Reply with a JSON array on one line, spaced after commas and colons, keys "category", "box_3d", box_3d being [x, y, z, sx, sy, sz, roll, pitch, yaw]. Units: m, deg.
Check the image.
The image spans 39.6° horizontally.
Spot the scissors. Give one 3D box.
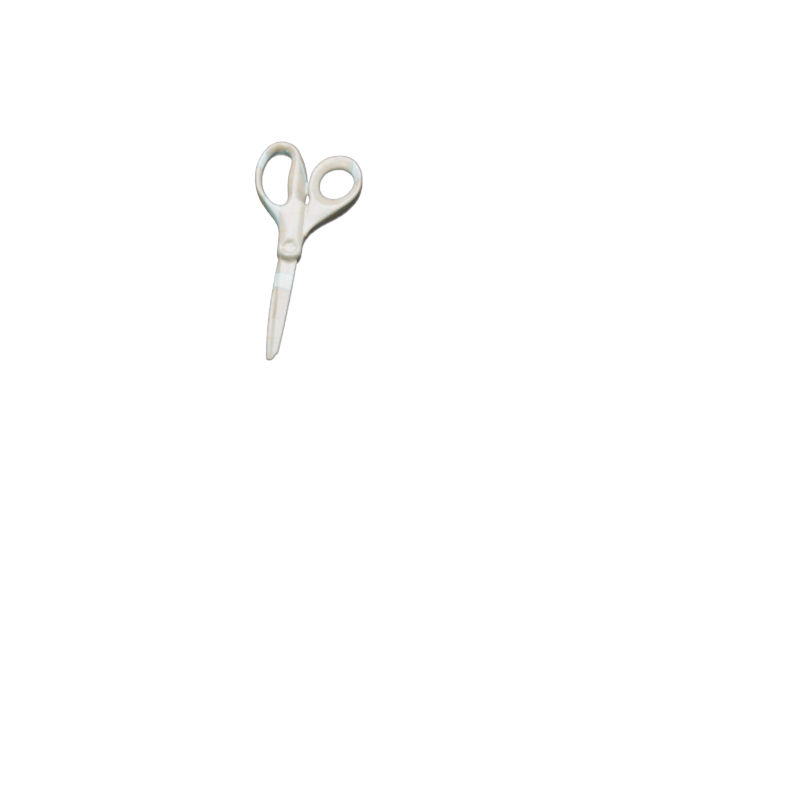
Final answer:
[{"category": "scissors", "box_3d": [-0.068, -0.123, 0.862, 0.096, 0.217, 0.015, -8, -33, -5]}]
